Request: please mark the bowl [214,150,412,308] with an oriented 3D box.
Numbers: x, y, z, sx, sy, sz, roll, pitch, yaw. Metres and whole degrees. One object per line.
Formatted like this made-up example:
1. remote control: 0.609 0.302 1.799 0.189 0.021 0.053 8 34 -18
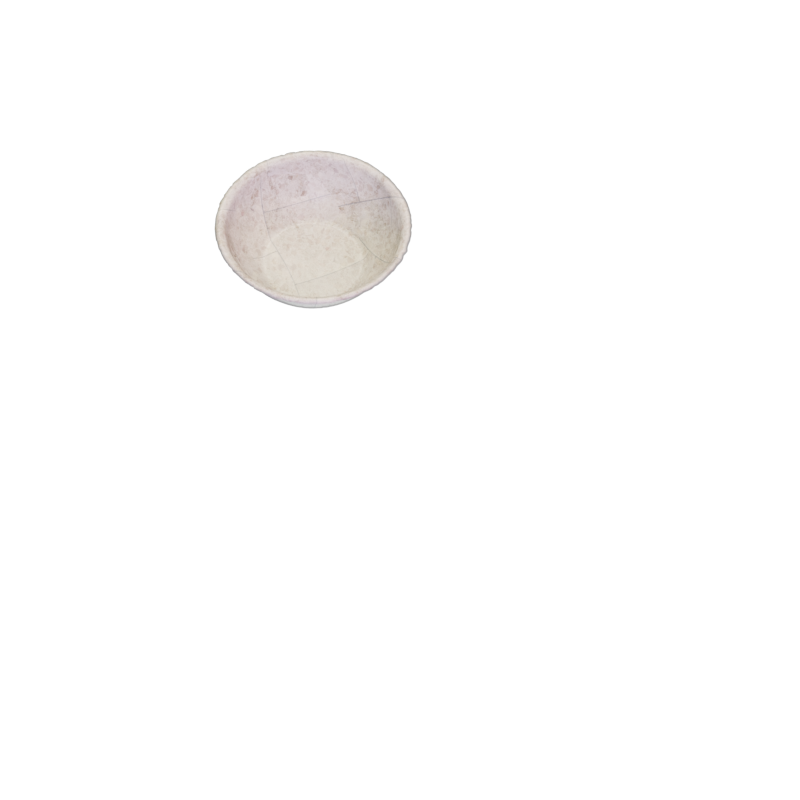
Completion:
1. bowl: -0.073 -0.133 0.930 0.162 0.174 0.051 -1 -35 -1
